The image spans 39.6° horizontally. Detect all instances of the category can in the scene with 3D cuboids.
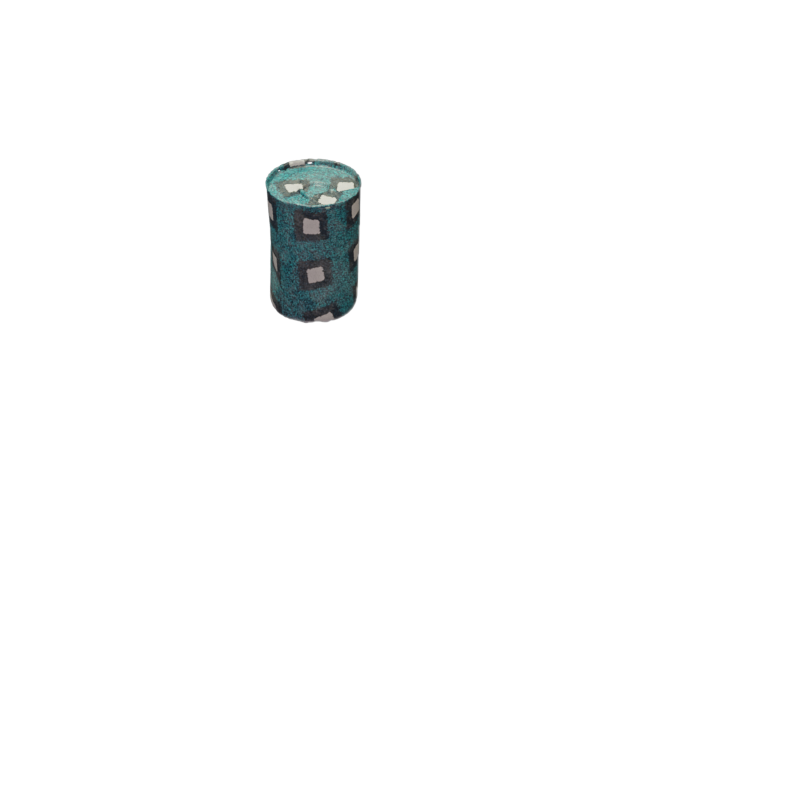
[{"bbox_3d":[-0.063,-0.115,0.809,0.068,0.096,0.073,0,36,-3],"label":"can"}]
